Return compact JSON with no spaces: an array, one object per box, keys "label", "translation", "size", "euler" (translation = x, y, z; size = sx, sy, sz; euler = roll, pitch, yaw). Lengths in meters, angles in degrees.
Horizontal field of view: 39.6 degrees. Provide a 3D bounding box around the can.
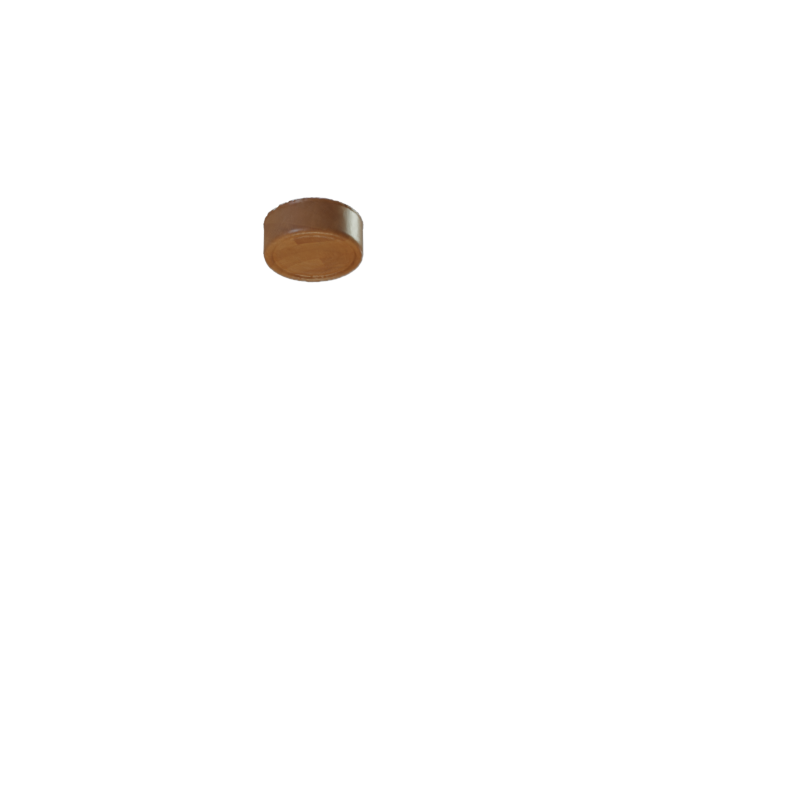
[{"label":"can","translation":[-0.074,-0.134,0.939],"size":[0.086,0.036,0.081],"euler":[1,-26,-2]}]
